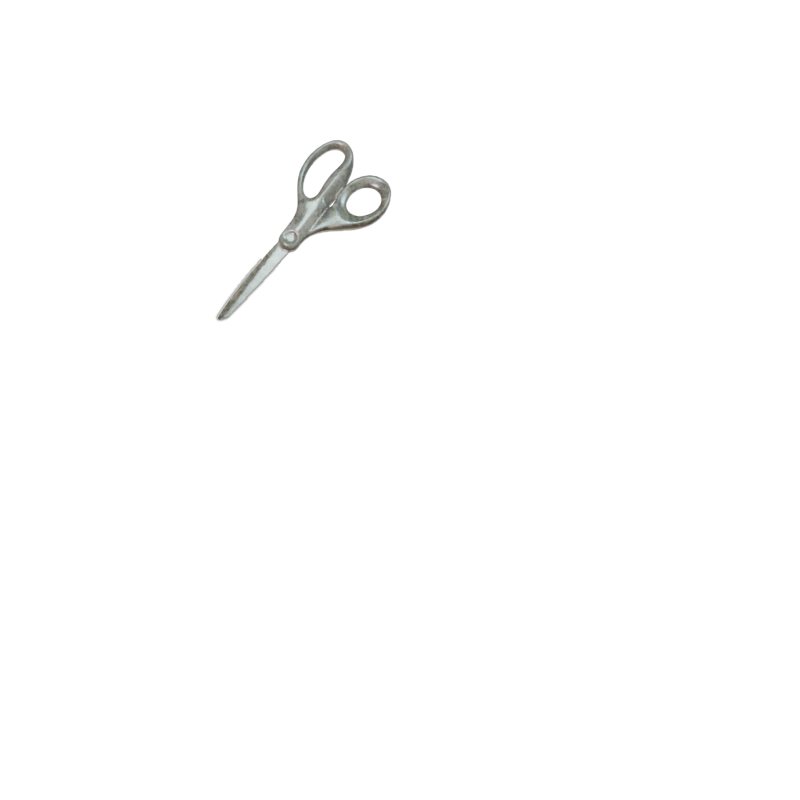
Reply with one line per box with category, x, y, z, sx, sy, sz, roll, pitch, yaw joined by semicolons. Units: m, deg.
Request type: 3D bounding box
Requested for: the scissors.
scissors;-0.078;-0.141;0.991;0.098;0.208;0.015;21;-20;8
